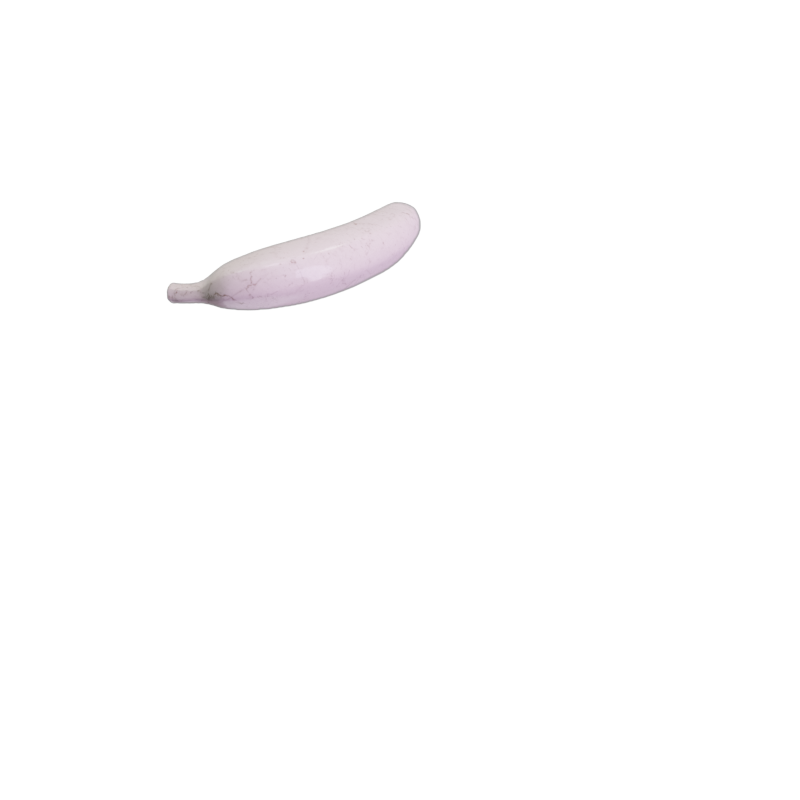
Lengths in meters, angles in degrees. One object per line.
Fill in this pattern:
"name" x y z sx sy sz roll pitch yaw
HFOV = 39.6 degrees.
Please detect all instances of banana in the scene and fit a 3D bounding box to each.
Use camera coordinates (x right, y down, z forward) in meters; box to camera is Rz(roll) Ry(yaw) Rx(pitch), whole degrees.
"banana" -0.044 -0.091 0.681 0.195 0.035 0.074 -23 35 -38
